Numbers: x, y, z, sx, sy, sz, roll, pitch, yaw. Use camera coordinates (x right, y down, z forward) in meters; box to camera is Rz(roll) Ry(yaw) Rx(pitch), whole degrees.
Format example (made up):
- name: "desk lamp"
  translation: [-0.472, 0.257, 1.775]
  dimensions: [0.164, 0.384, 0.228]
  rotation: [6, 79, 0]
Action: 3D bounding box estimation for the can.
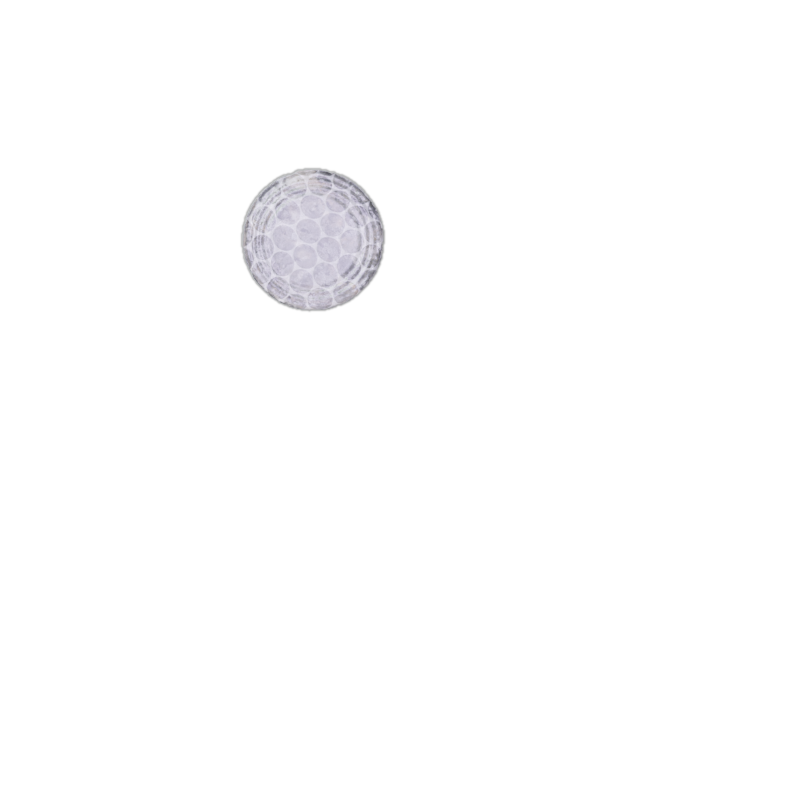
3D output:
- name: "can"
  translation: [-0.054, -0.098, 0.684]
  dimensions: [0.086, 0.087, 0.033]
  rotation: [0, -3, -1]
